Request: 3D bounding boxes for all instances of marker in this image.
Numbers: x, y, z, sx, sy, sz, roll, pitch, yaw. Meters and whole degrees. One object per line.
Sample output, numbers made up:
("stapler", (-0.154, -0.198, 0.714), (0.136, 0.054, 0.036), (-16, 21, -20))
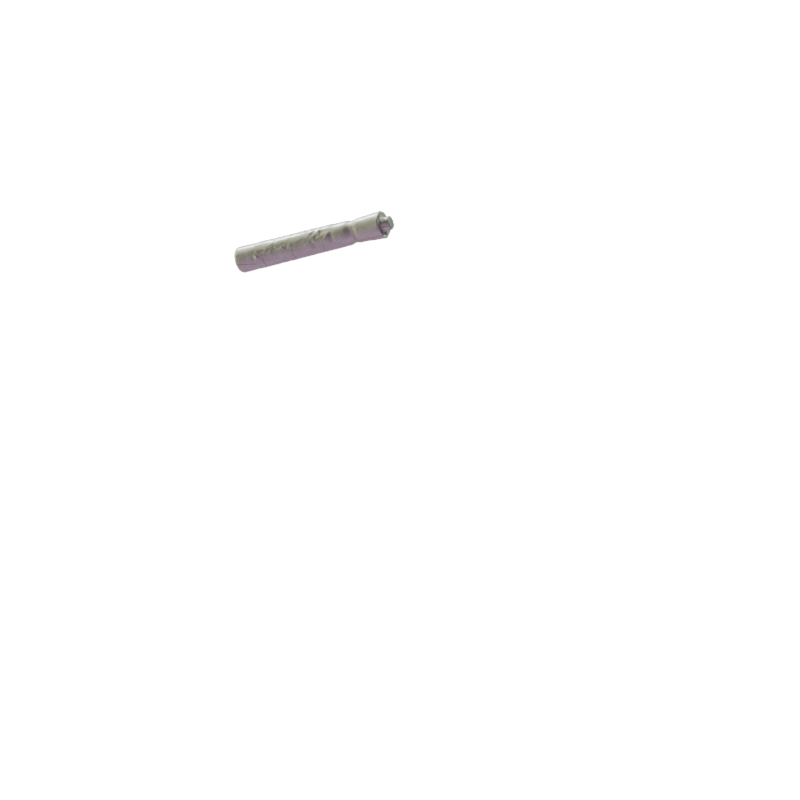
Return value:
("marker", (-0.060, -0.110, 0.770), (0.123, 0.020, 0.019), (-10, -1, 27))
